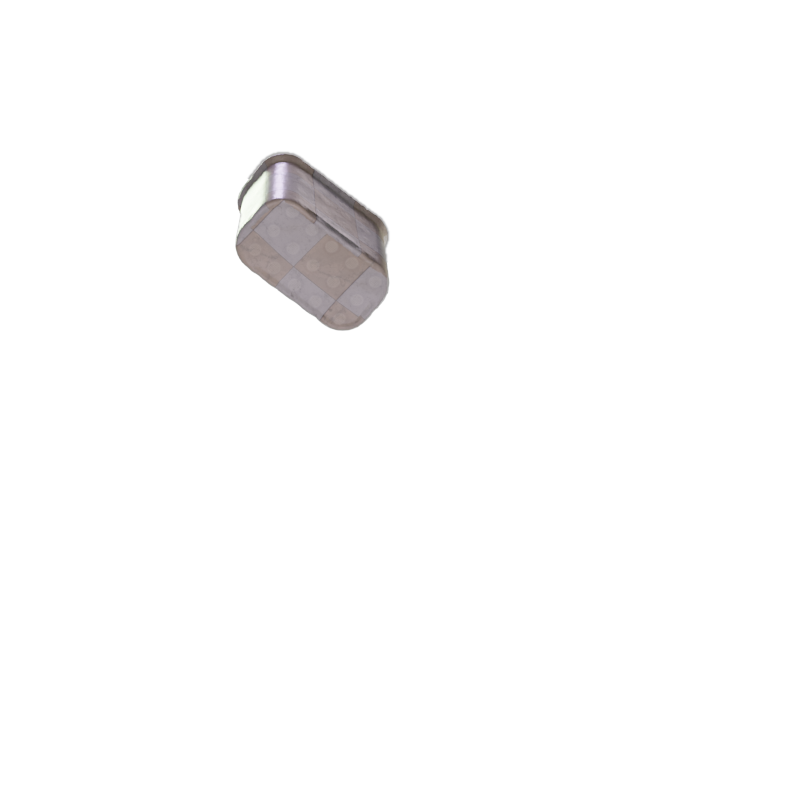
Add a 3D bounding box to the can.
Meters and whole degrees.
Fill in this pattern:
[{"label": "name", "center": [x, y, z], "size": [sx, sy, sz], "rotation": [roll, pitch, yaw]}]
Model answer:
[{"label": "can", "center": [-0.055, -0.100, 0.700], "size": [0.098, 0.056, 0.088], "rotation": [35, 20, -16]}]
